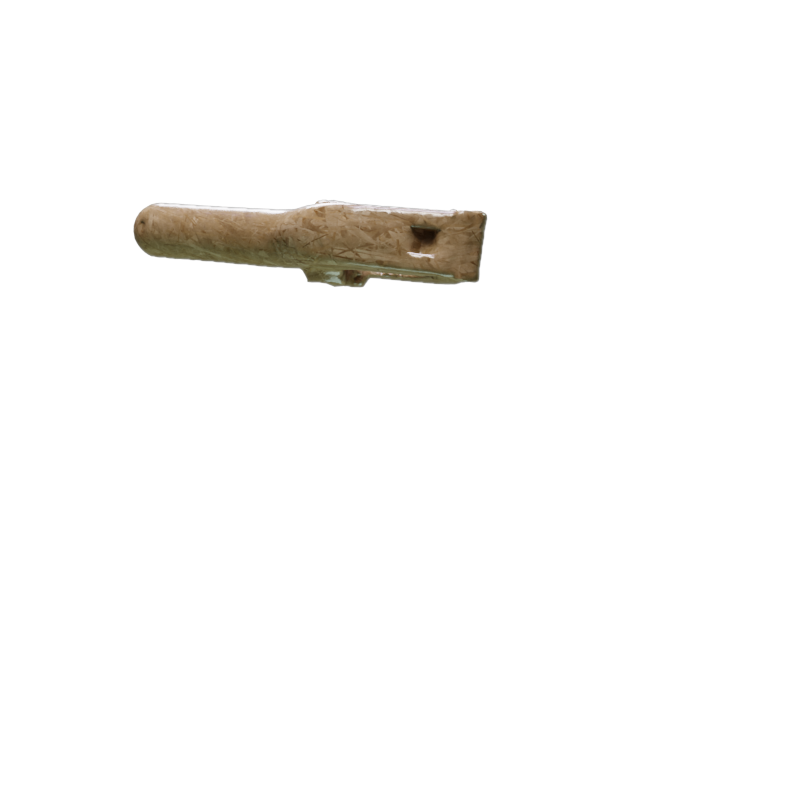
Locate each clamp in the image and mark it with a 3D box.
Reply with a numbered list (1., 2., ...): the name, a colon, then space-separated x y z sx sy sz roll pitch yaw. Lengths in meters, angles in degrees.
1. clamp: -0.037 -0.068 0.478 0.116 0.039 0.177 -2 4 -31
